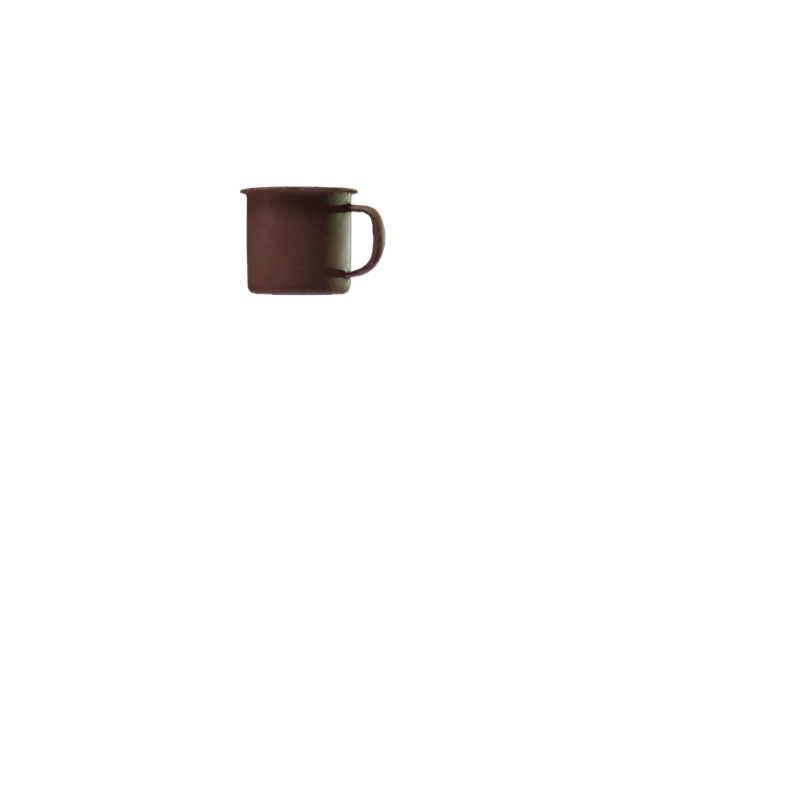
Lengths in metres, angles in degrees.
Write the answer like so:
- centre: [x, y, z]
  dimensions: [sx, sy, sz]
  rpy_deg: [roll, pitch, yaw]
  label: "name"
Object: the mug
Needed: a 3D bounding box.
- centre: [-0.067, -0.123, 0.862]
  dimensions: [0.120, 0.081, 0.091]
  rpy_deg: [2, 4, 18]
  label: "mug"
